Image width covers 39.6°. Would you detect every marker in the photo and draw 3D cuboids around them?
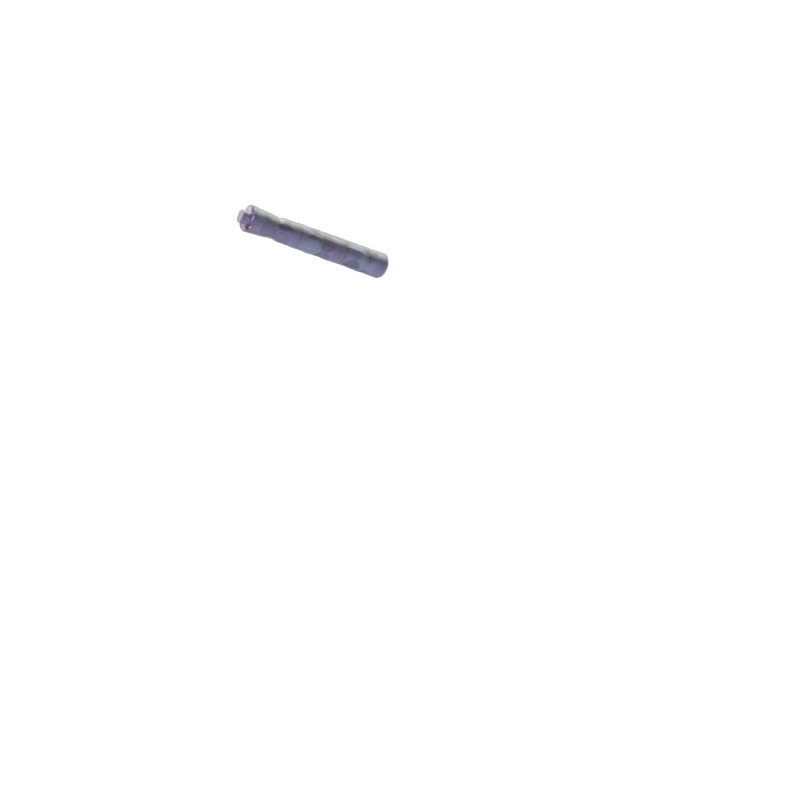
[{"bbox_3d":[-0.060,-0.109,0.765,0.115,0.020,0.020,16,-6,-33],"label":"marker"}]
